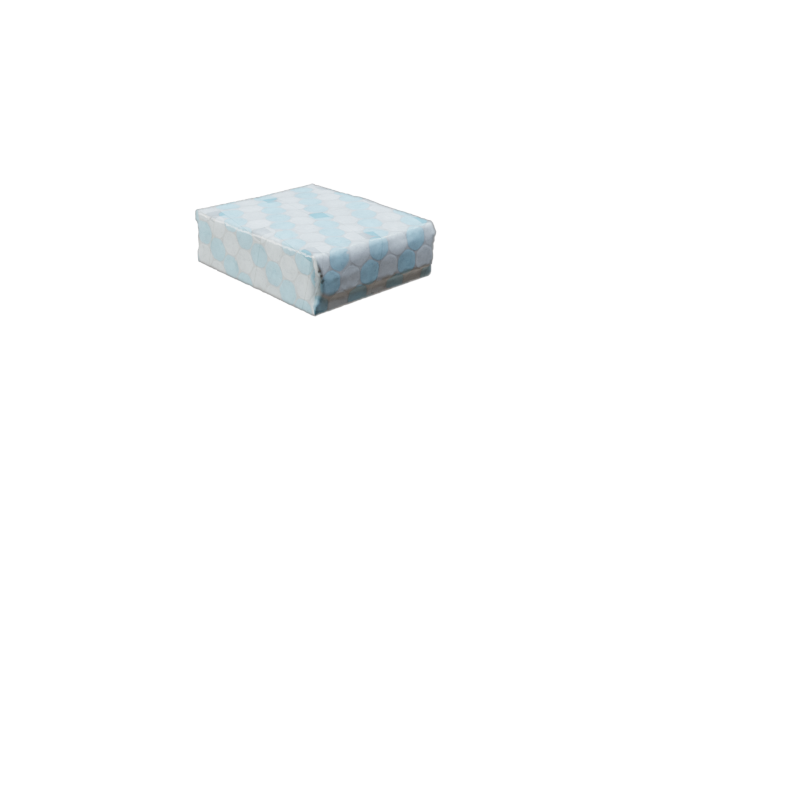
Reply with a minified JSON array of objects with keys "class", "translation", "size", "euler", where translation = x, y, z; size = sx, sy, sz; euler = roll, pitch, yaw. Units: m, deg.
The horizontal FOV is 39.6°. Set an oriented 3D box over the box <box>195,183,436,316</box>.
[{"class":"box","translation":[-0.040,-0.073,0.515],"size":[0.072,0.029,0.095],"euler":[-21,32,-38]}]
